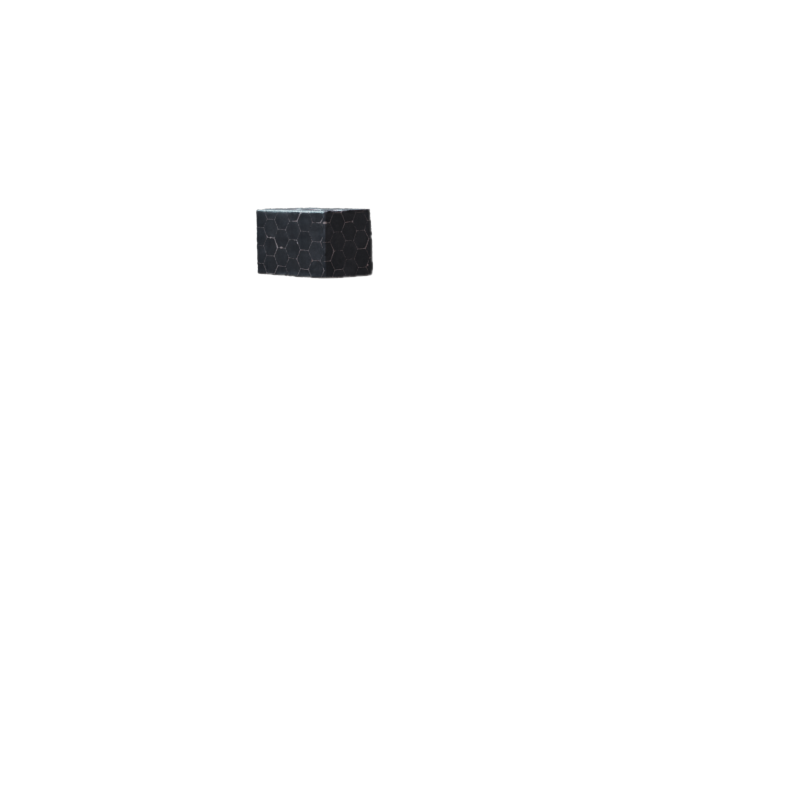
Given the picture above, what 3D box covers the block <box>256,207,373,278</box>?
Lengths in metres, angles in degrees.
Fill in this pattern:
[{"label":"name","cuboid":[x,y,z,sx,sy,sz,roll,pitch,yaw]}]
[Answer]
[{"label":"block","cuboid":[-0.067,-0.122,0.851,0.082,0.051,0.051,8,10,42]}]
